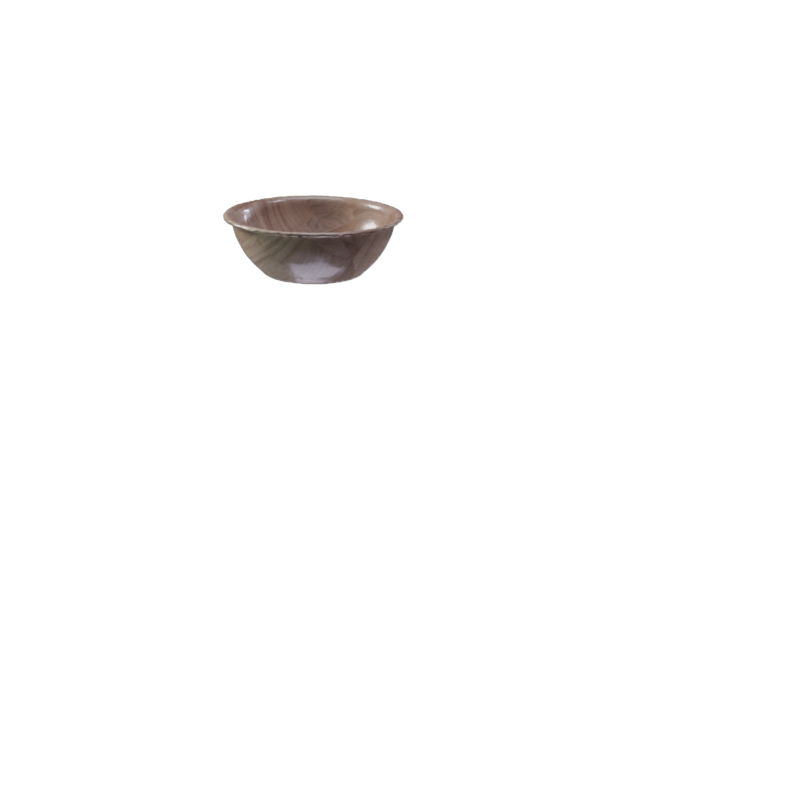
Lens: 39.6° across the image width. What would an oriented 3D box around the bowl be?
[{"bbox_3d":[-0.078,-0.143,0.999,0.162,0.053,0.169,-1,21,-2],"label":"bowl"}]
